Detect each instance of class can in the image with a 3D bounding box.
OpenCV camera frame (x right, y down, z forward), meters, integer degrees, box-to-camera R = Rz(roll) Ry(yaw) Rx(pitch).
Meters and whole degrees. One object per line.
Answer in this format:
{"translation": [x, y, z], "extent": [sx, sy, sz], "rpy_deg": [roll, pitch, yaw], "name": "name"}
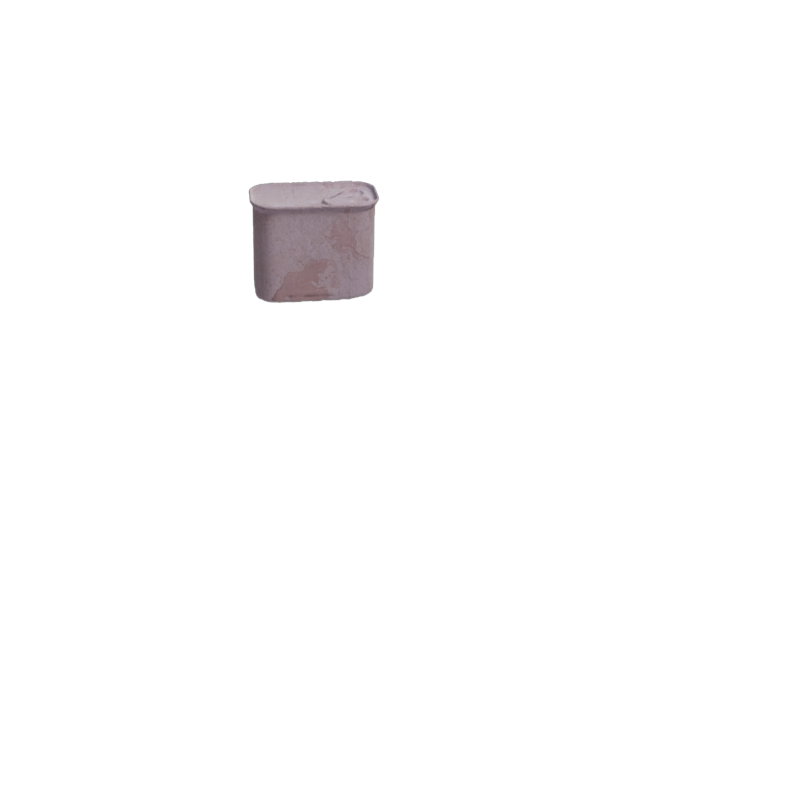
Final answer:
{"translation": [-0.070, -0.127, 0.892], "extent": [0.101, 0.080, 0.061], "rpy_deg": [-2, 25, -6], "name": "can"}
